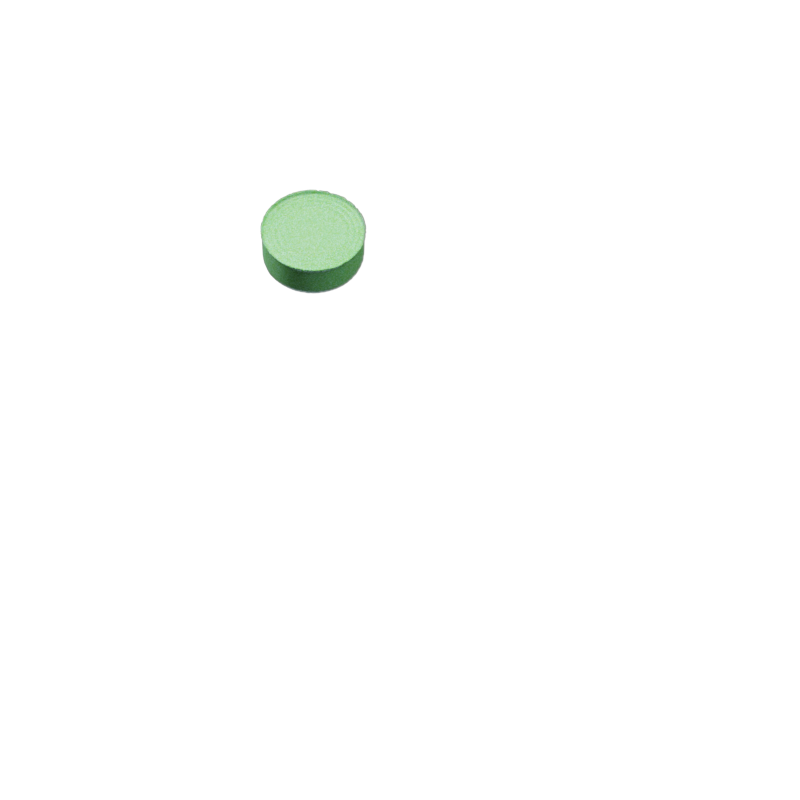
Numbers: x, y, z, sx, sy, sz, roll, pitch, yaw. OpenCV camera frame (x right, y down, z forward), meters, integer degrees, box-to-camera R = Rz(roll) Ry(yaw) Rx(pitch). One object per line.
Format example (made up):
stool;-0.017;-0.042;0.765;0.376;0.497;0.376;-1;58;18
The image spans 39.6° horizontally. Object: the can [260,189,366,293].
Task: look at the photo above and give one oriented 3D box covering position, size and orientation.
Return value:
can;-0.071;-0.130;0.909;0.086;0.092;0.031;-1;-36;-1
